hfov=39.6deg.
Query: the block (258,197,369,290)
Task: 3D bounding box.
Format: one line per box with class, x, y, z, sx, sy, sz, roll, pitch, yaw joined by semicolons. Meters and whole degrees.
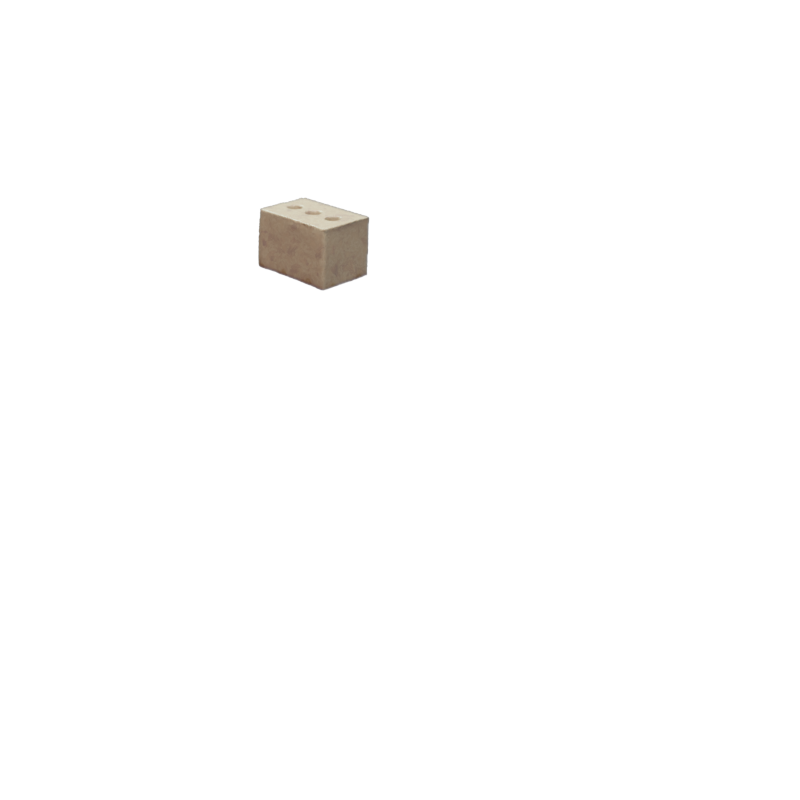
block;-0.070;-0.128;0.893;0.083;0.049;0.052;22;31;39
